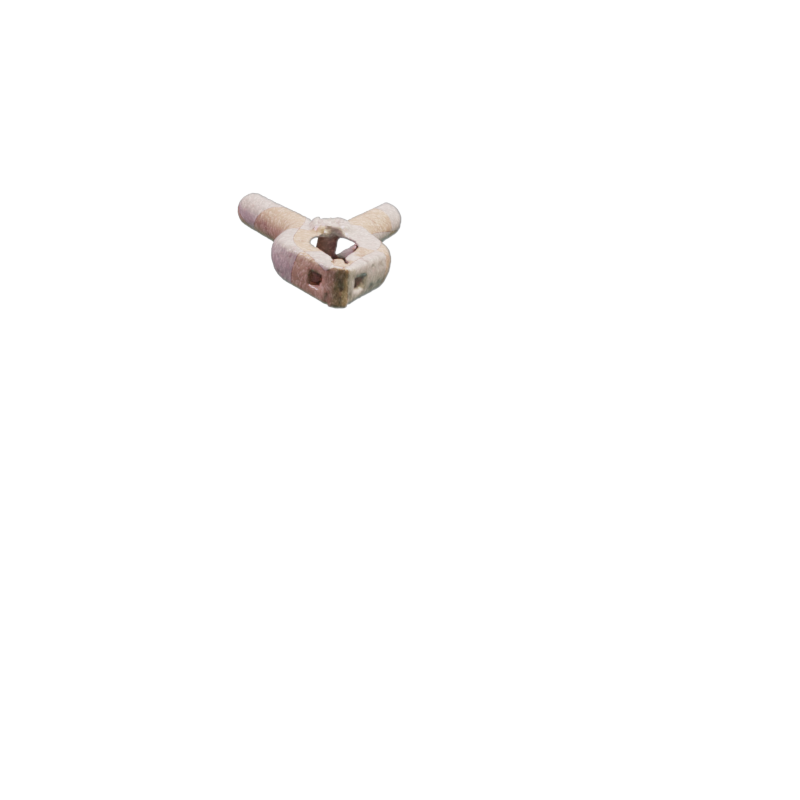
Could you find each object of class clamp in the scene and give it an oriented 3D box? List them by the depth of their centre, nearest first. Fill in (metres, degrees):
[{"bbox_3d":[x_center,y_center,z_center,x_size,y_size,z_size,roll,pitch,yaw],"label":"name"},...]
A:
[{"bbox_3d":[-0.059,-0.108,0.759,0.120,0.037,0.178,1,22,1],"label":"clamp"}]
